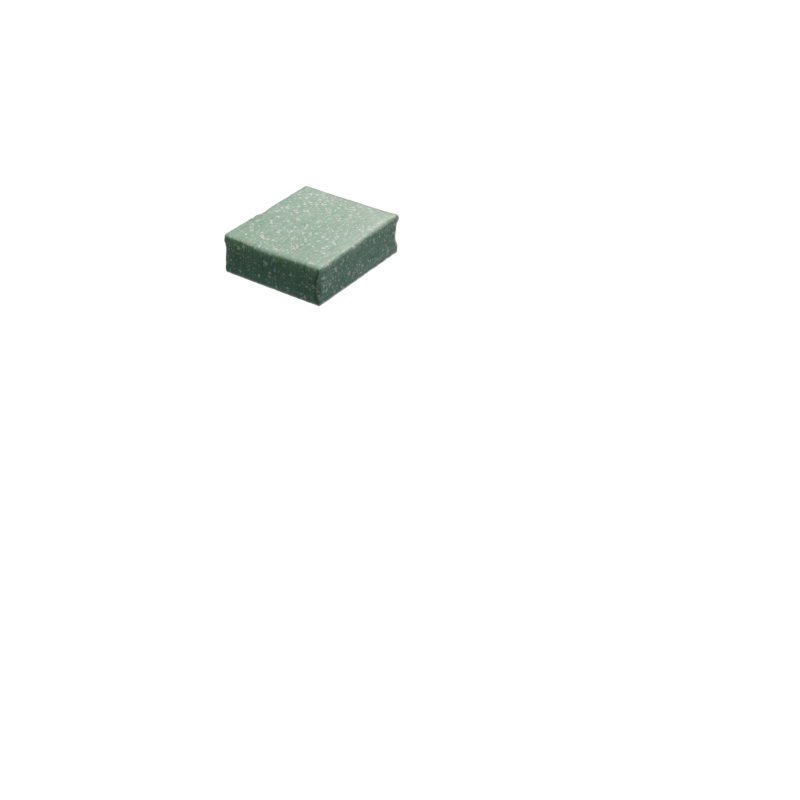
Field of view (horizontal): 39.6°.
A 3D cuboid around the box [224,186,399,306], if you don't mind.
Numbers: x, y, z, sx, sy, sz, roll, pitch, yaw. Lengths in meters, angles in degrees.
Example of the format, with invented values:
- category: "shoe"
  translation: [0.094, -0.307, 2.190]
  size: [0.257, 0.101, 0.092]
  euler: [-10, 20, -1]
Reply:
- category: "box"
  translation: [-0.054, -0.099, 0.693]
  size: [0.077, 0.028, 0.090]
  euler: [21, 39, 27]
